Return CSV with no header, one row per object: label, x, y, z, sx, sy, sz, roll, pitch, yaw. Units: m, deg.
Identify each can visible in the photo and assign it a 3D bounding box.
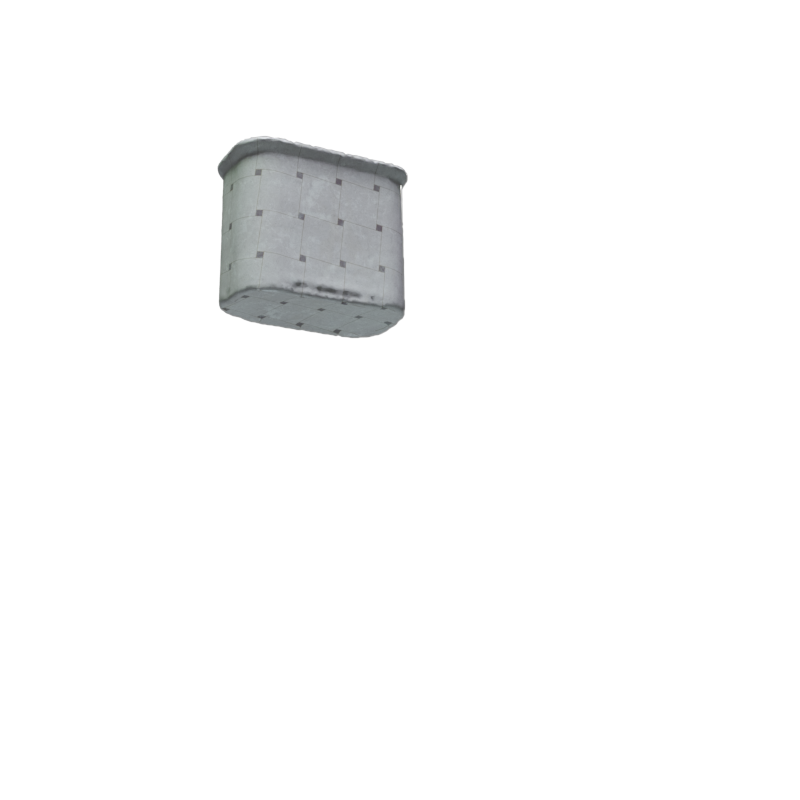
can,-0.046,-0.084,0.590,0.098,0.088,0.057,8,-22,-26
